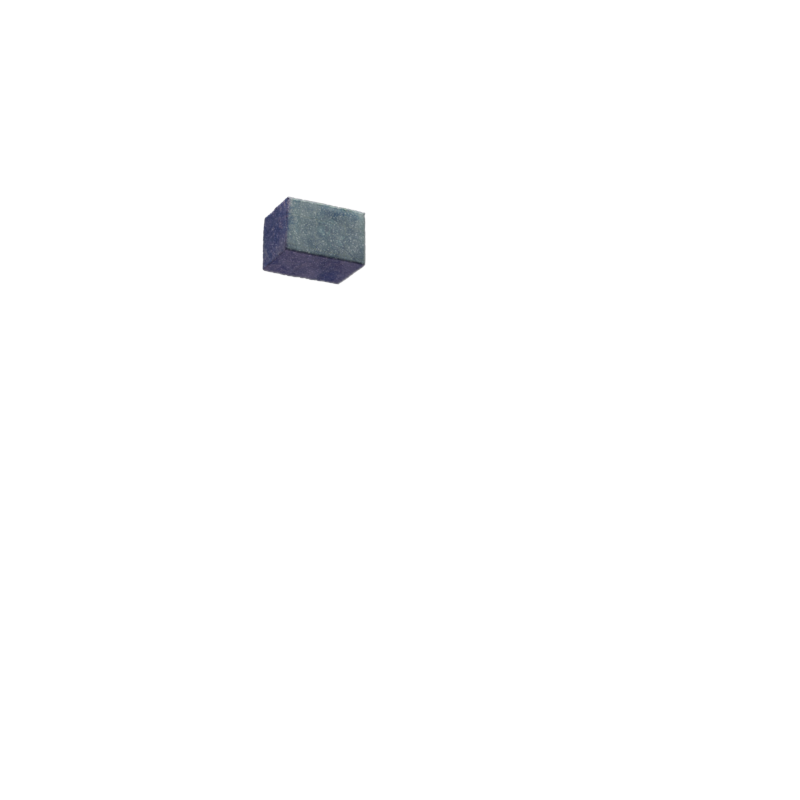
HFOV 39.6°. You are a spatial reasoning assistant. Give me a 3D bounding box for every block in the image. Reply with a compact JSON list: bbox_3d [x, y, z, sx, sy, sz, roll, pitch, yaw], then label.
[{"bbox_3d":[-0.076,-0.138,0.968,0.075,0.054,0.052,9,-22,-26],"label":"block"}]
